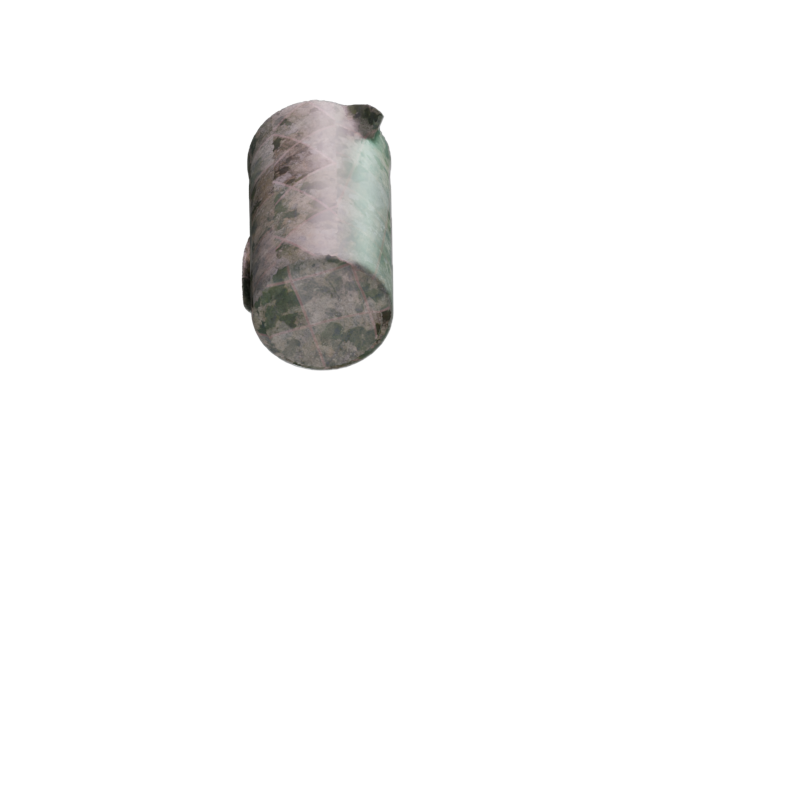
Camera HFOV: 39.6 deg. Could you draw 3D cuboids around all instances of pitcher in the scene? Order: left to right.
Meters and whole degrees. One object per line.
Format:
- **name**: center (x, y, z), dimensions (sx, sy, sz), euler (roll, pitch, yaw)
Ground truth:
- **pitcher**: center (-0.073, -0.133, 0.931), dimensions (0.145, 0.139, 0.260), euler (-5, 39, 1)
